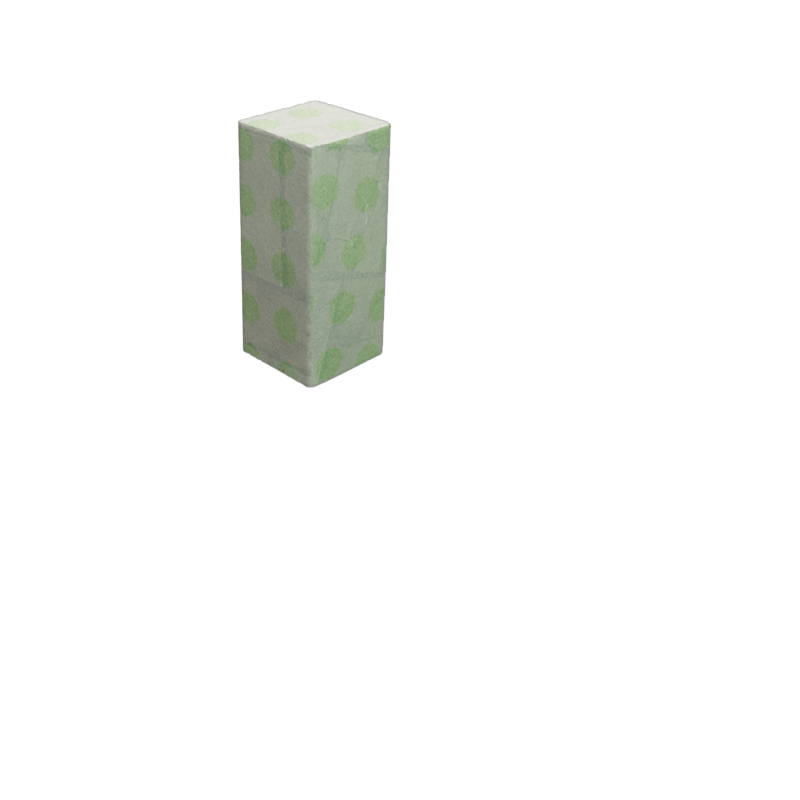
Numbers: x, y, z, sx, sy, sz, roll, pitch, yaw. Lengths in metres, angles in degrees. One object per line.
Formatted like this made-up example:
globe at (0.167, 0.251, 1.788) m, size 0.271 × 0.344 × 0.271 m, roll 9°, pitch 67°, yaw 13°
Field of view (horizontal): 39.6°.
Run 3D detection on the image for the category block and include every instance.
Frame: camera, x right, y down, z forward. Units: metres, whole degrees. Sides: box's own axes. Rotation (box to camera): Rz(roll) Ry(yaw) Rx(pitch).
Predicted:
block at (-0.071, -0.130, 0.911) m, size 0.097 × 0.195 × 0.089 m, roll 24°, pitch 33°, yaw 39°
